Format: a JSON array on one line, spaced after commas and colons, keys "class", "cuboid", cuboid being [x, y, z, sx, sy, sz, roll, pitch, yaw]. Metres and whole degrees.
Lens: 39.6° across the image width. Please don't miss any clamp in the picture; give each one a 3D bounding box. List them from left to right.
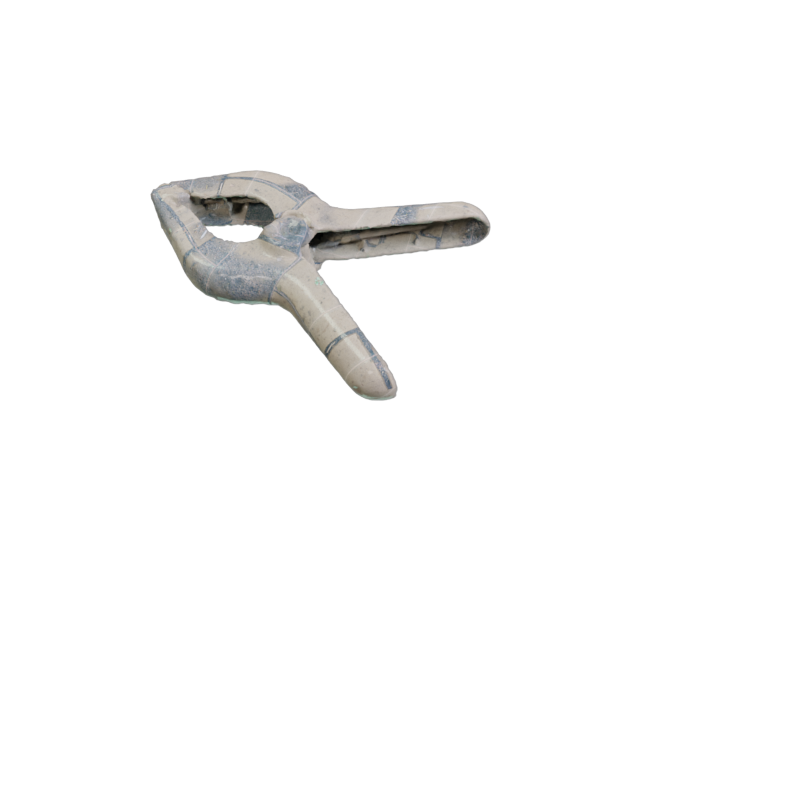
[{"class": "clamp", "cuboid": [-0.044, -0.080, 0.559, 0.180, 0.036, 0.122, 29, 55, 23]}]
